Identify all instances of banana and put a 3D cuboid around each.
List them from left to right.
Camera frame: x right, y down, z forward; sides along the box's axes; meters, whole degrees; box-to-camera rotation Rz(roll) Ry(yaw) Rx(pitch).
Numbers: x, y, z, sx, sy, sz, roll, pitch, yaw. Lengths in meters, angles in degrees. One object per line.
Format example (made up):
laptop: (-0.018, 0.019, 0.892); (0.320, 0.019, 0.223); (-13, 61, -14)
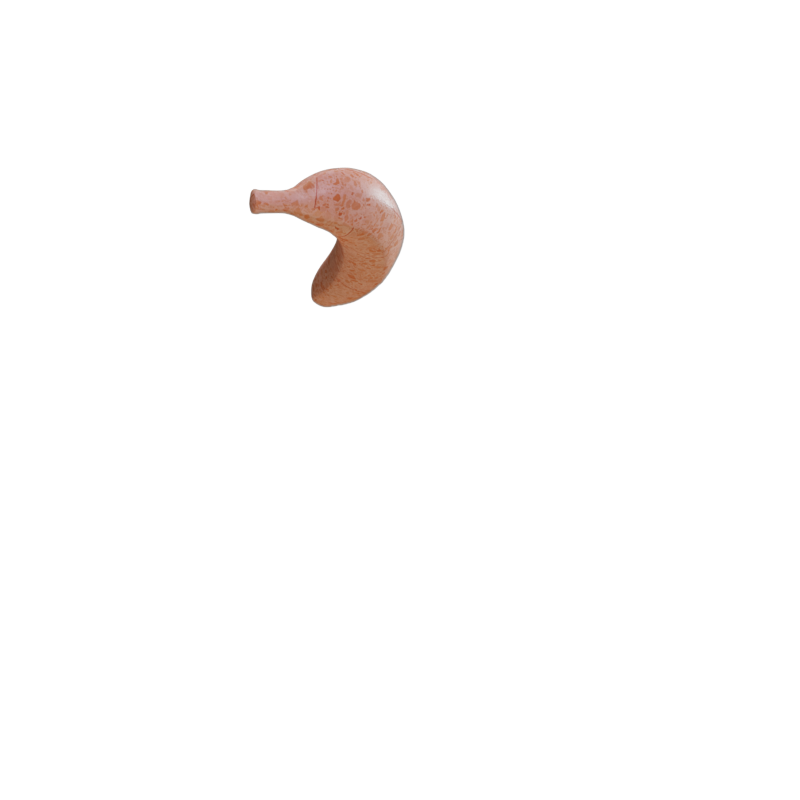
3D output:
banana: (-0.031, -0.092, 0.625); (0.070, 0.038, 0.189); (-2, -12, 6)
